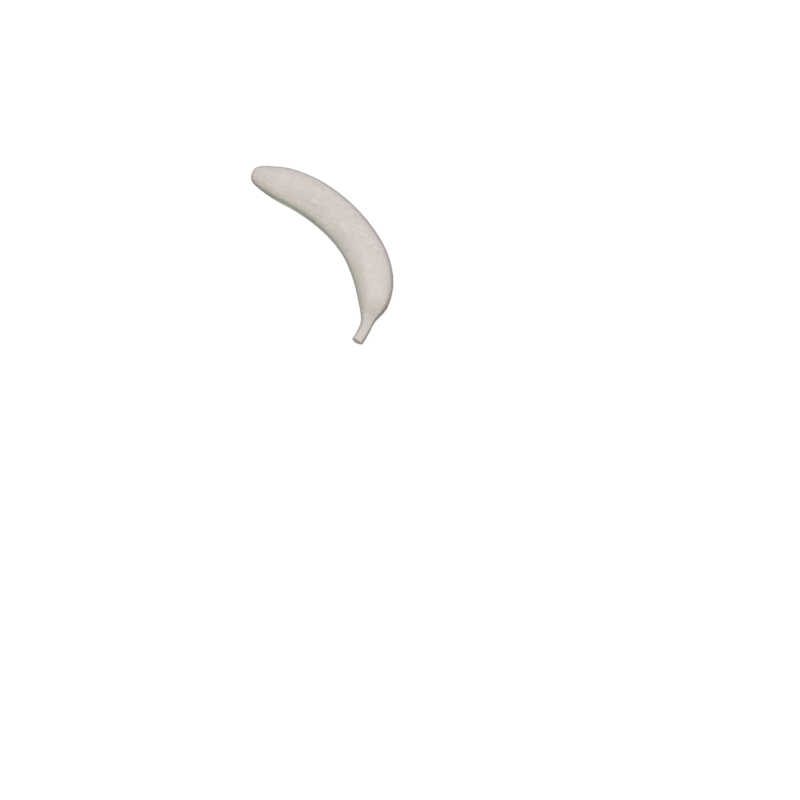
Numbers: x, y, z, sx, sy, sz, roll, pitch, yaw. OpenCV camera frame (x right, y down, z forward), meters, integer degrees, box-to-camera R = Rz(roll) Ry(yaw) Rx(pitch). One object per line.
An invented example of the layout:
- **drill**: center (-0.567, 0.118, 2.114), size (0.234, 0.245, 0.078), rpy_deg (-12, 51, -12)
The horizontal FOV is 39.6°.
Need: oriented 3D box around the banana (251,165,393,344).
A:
- **banana**: center (-0.061, -0.148, 1.002), size (0.069, 0.209, 0.035), rpy_deg (-28, -22, -13)
